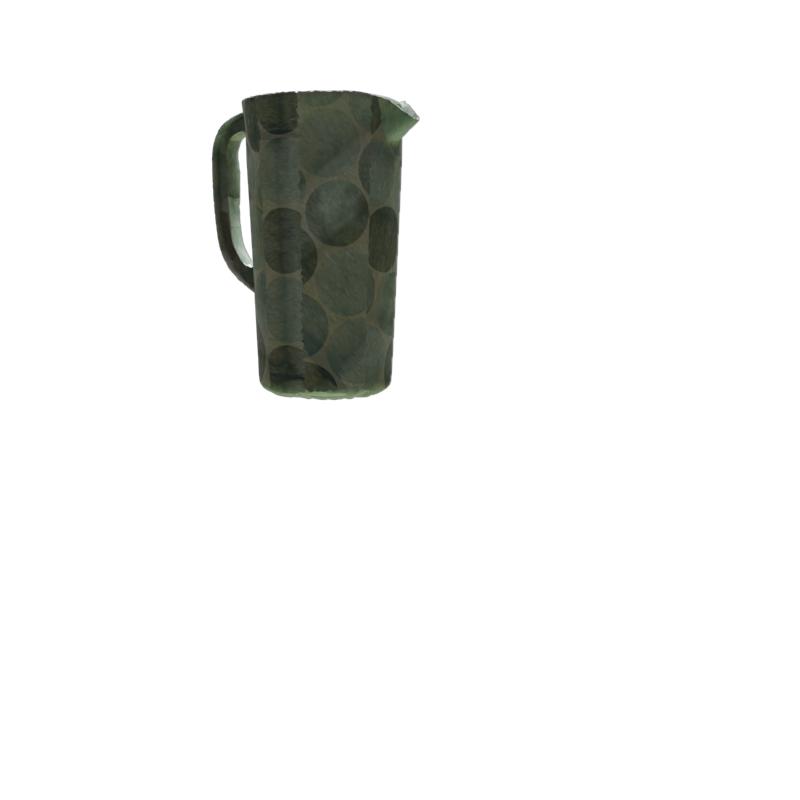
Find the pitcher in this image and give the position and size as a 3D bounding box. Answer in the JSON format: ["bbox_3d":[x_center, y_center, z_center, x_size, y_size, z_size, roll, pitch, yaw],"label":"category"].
[{"bbox_3d":[-0.071,-0.129,0.903,0.142,0.242,0.153,-1,3,-18],"label":"pitcher"}]
